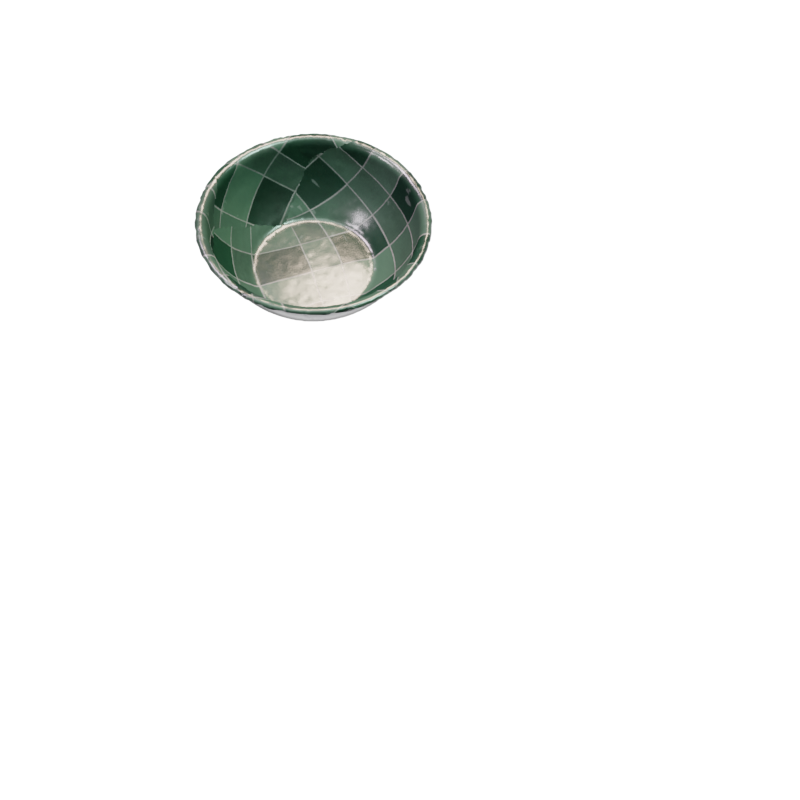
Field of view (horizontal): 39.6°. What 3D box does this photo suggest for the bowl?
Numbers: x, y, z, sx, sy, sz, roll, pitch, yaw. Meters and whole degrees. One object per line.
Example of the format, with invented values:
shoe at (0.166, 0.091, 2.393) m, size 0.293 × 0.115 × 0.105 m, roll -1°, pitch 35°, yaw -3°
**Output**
bowl at (-0.061, -0.111, 0.774) m, size 0.162 × 0.174 × 0.051 m, roll -1°, pitch -37°, yaw -1°
